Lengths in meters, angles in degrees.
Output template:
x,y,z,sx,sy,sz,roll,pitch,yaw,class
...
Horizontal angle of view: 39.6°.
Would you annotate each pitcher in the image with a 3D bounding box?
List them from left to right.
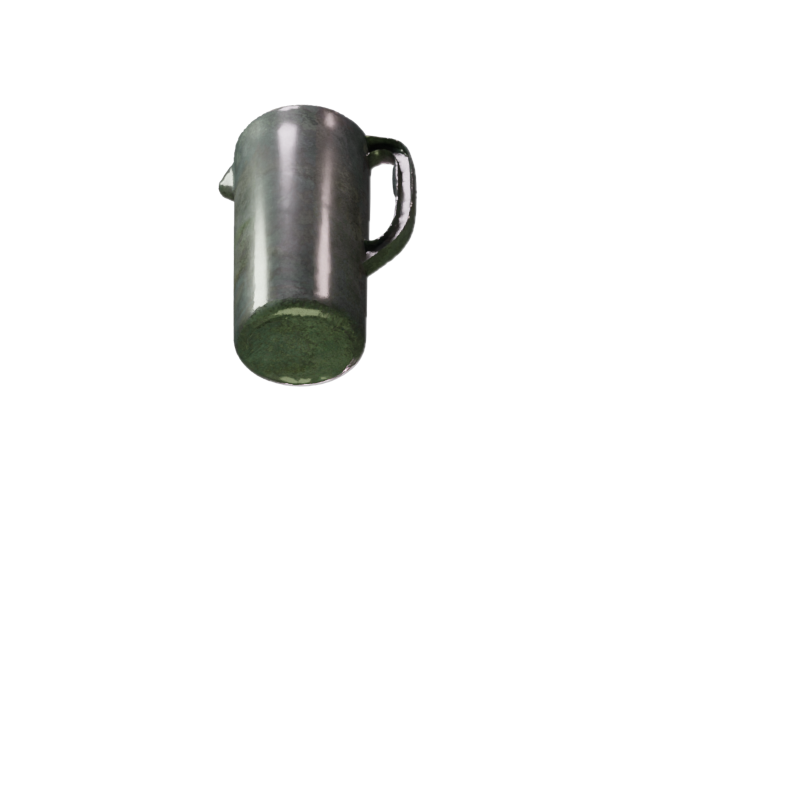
x,y,z,sx,sy,sz,roll,pitch,yaw,class
-0.076,-0.139,0.973,0.139,0.261,0.145,20,-46,-24,pitcher
